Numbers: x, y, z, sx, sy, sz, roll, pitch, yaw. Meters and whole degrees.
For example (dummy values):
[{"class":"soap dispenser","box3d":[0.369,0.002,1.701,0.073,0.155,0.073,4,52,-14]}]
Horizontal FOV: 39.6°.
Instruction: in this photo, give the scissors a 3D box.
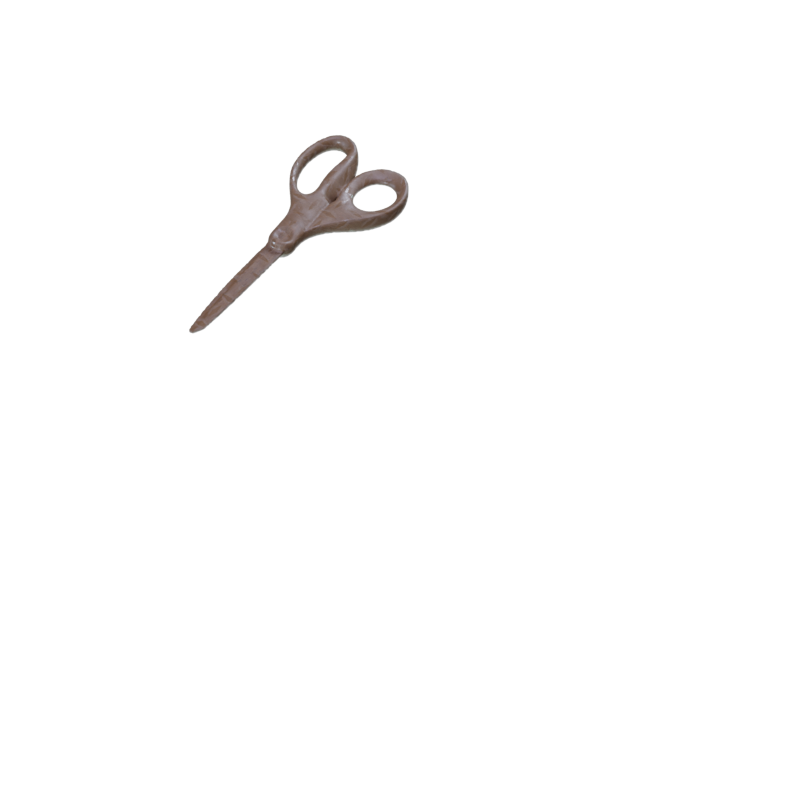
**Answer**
[{"class":"scissors","box3d":[-0.060,-0.109,0.763,0.098,0.211,0.015,14,-36,11]}]
